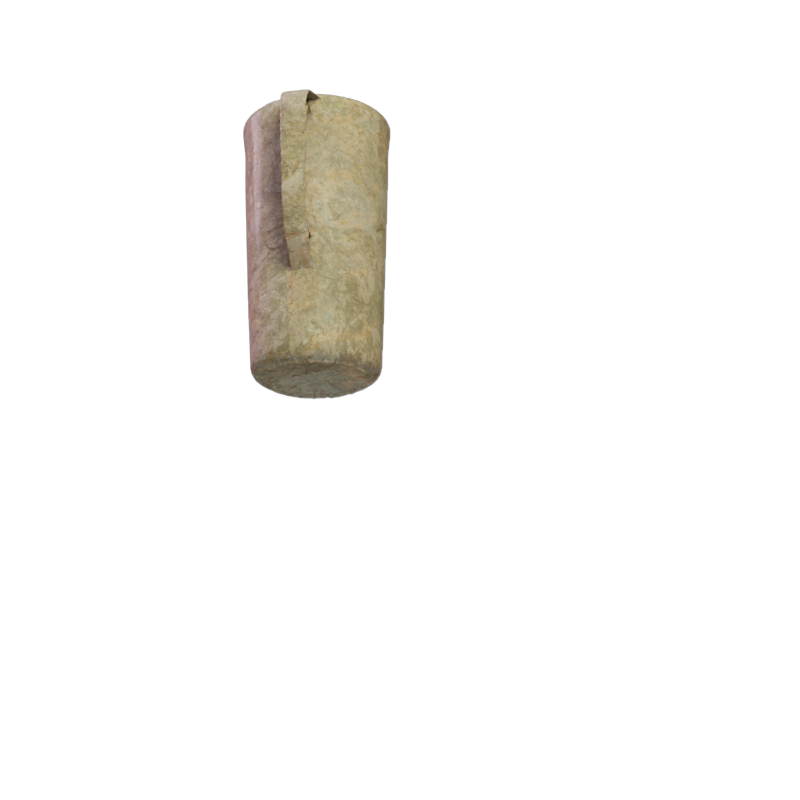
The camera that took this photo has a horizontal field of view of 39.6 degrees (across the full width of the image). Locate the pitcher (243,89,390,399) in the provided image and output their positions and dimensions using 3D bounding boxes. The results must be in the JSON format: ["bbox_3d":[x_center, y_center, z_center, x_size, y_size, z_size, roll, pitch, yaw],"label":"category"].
[{"bbox_3d":[-0.074,-0.135,0.944,0.141,0.257,0.145,16,-30,-34],"label":"pitcher"}]
